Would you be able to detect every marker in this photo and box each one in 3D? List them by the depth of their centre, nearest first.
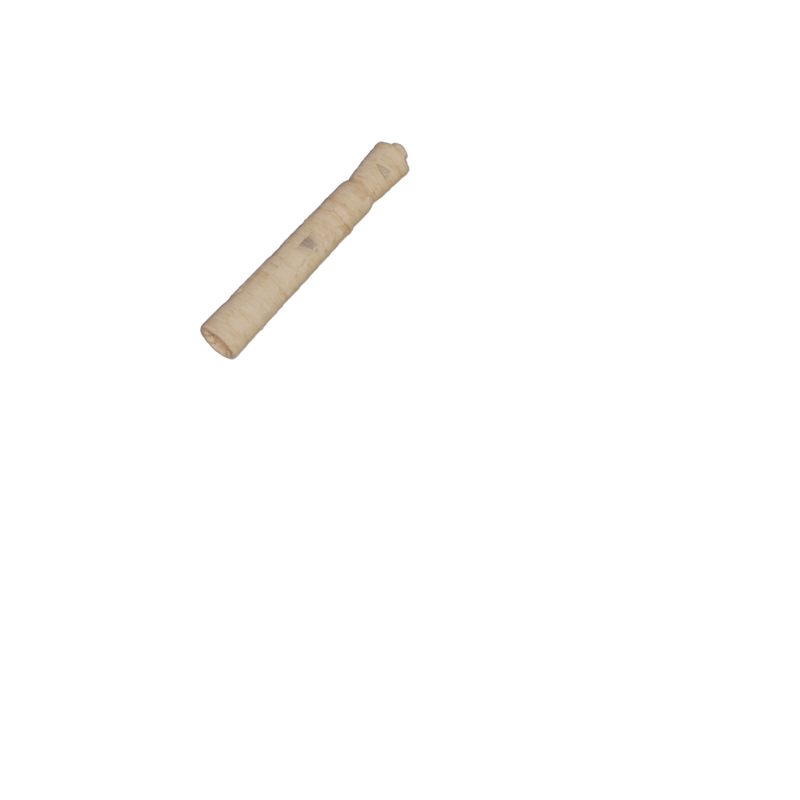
[{"bbox_3d":[-0.036,-0.066,0.460,0.123,0.019,0.020,-50,29,-23],"label":"marker"}]
